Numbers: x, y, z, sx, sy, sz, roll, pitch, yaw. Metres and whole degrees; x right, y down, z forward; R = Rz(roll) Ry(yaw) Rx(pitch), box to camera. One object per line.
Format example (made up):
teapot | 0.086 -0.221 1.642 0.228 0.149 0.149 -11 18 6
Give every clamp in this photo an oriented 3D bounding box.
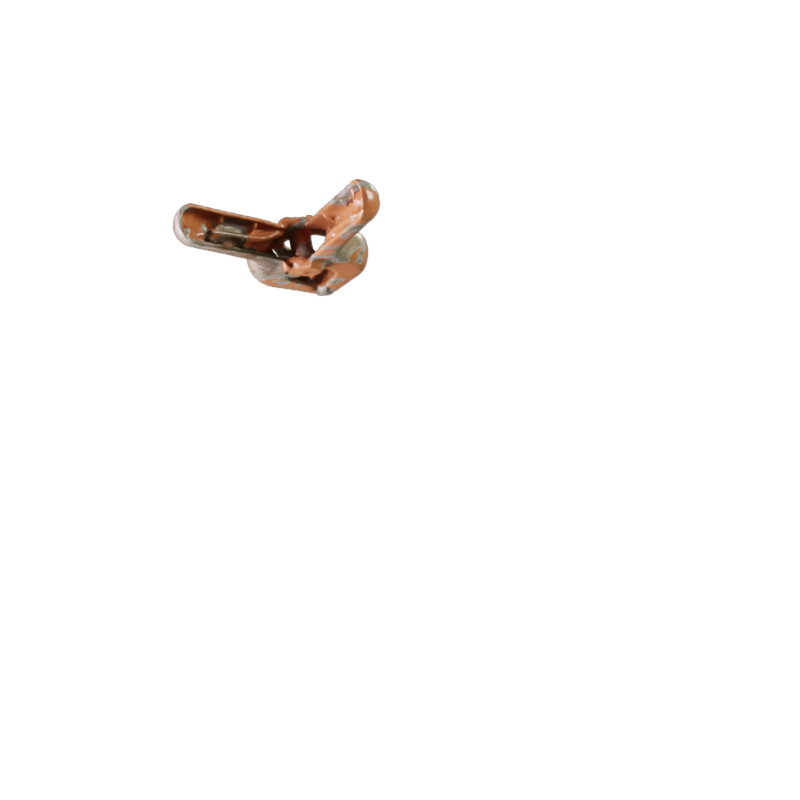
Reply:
clamp | -0.054 -0.099 0.696 0.123 0.040 0.164 -2 -6 17
